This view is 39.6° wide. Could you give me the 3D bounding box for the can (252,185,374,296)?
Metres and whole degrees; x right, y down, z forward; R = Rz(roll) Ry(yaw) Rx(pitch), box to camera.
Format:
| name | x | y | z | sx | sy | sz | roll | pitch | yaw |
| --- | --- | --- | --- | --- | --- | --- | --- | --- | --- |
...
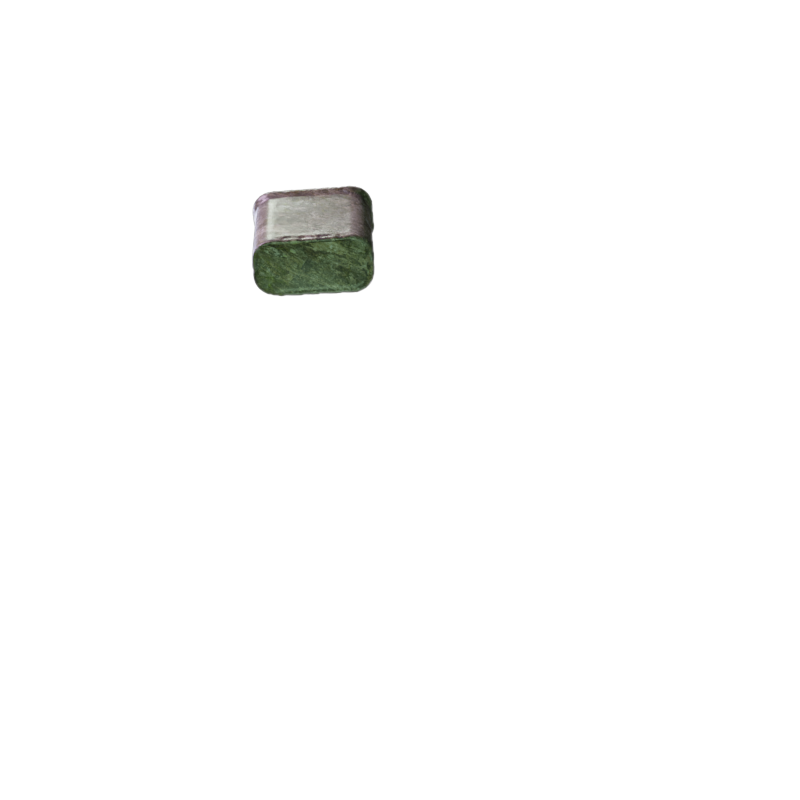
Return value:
| name | x | y | z | sx | sy | sz | roll | pitch | yaw |
| --- | --- | --- | --- | --- | --- | --- | --- | --- | --- |
| can | -0.071 | -0.129 | 0.905 | 0.102 | 0.054 | 0.089 | -4 | 34 | 1 |
